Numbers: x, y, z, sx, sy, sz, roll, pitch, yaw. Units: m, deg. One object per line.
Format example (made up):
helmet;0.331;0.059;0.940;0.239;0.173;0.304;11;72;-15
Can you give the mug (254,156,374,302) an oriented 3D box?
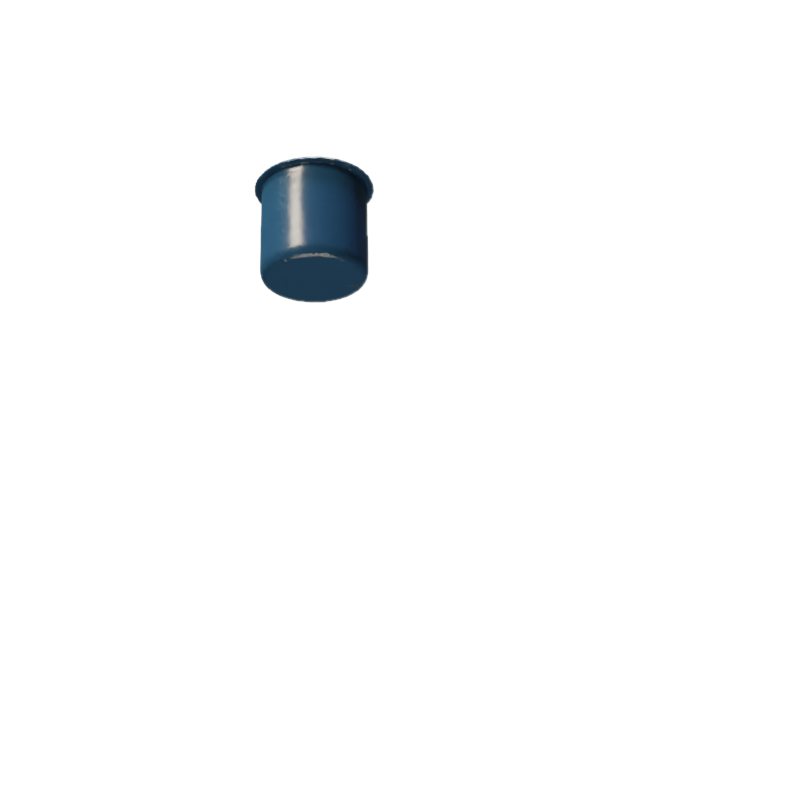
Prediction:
mug;-0.067;-0.123;0.858;0.093;0.086;0.111;2;-25;-6
